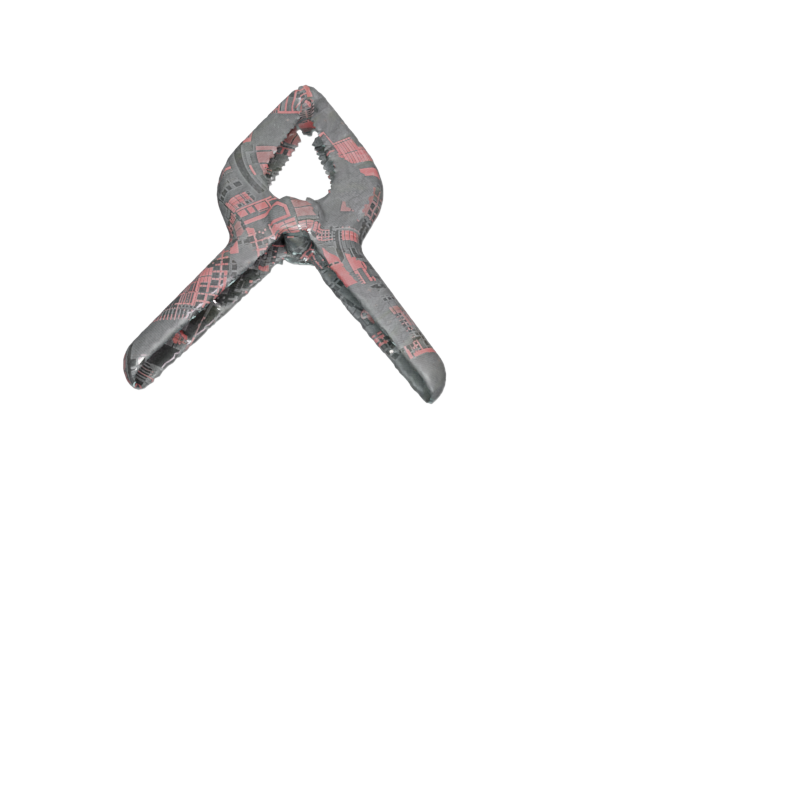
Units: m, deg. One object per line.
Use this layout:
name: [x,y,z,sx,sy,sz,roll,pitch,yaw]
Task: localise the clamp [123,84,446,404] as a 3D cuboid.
clamp: [-0.048,-0.088,0.615,0.166,0.222,0.034,7,-33,5]
